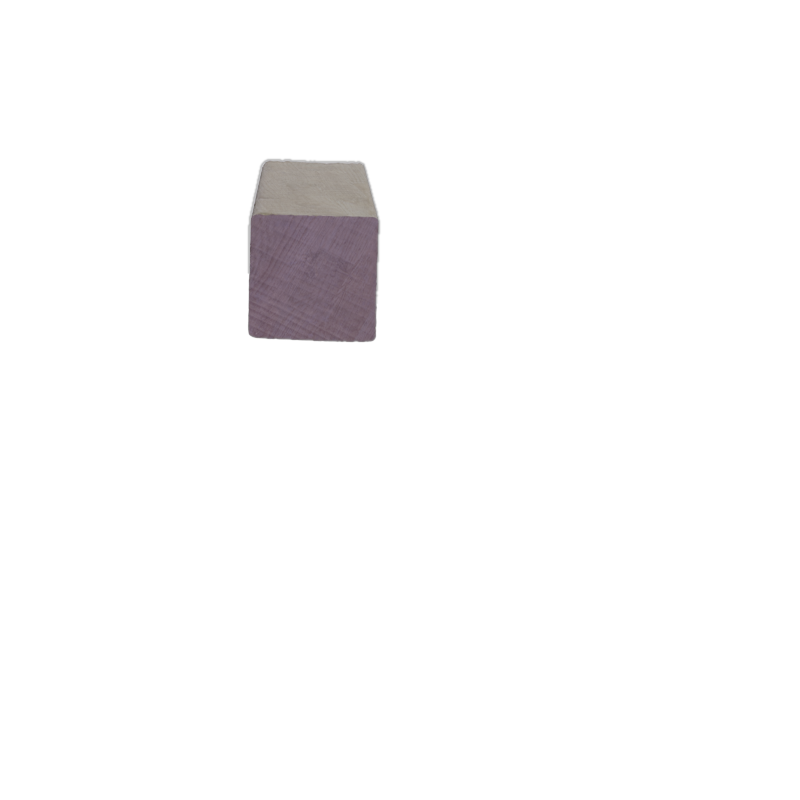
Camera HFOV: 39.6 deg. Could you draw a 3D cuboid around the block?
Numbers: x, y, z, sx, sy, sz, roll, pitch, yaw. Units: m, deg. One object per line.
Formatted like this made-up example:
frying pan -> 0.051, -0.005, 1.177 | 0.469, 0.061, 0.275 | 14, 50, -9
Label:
block -> -0.067, -0.121, 0.852 | 0.090, 0.087, 0.215 | 1, 21, -4
